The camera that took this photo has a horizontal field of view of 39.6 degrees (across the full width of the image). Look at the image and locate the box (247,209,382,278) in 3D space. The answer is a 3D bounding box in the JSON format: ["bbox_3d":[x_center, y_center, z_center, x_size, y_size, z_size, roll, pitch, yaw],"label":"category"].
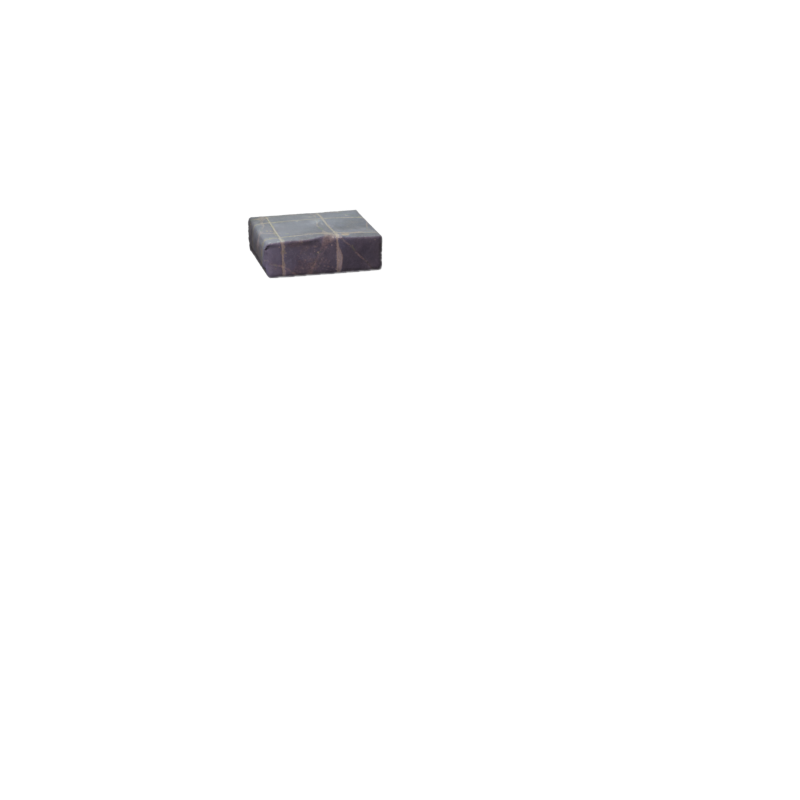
[{"bbox_3d":[-0.066,-0.119,0.835,0.088,0.029,0.078,-6,24,-13],"label":"box"}]
